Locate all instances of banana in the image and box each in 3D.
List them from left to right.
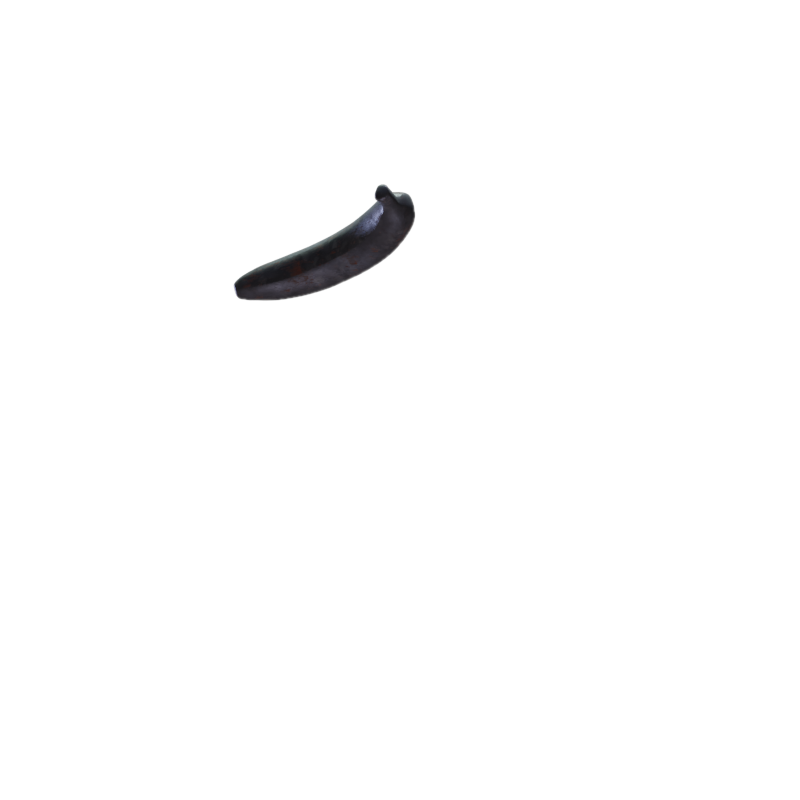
[{"bbox_3d":[-0.050,-0.118,0.854,0.066,0.039,0.197,19,-31,-35],"label":"banana"}]
